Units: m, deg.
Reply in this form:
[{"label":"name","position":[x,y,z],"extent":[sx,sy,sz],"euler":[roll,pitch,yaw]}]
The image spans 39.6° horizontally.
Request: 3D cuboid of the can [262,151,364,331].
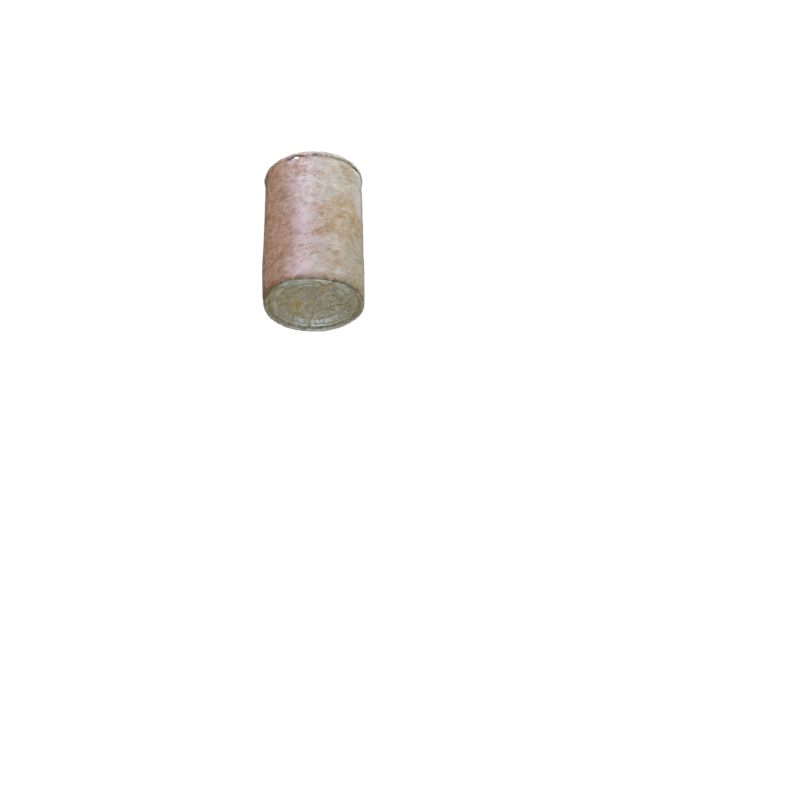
[{"label":"can","position":[-0.058,-0.106,0.741],"extent":[0.068,0.109,0.064],"euler":[-1,-31,-2]}]
